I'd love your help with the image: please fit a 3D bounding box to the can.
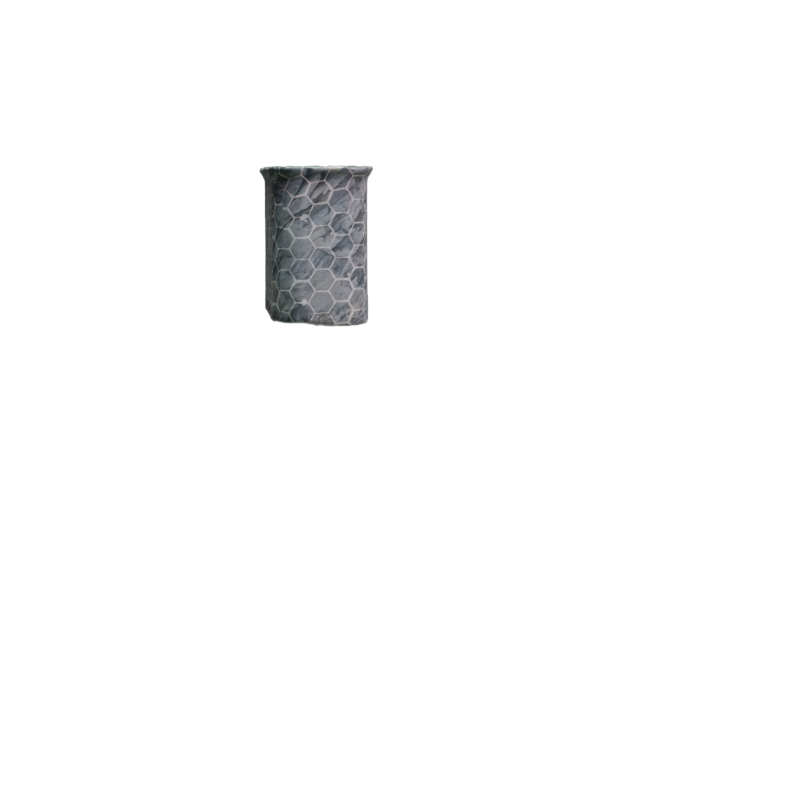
[{"bbox_3d":[-0.048,-0.088,0.618,0.057,0.083,0.104,-1,8,-9],"label":"can"}]
